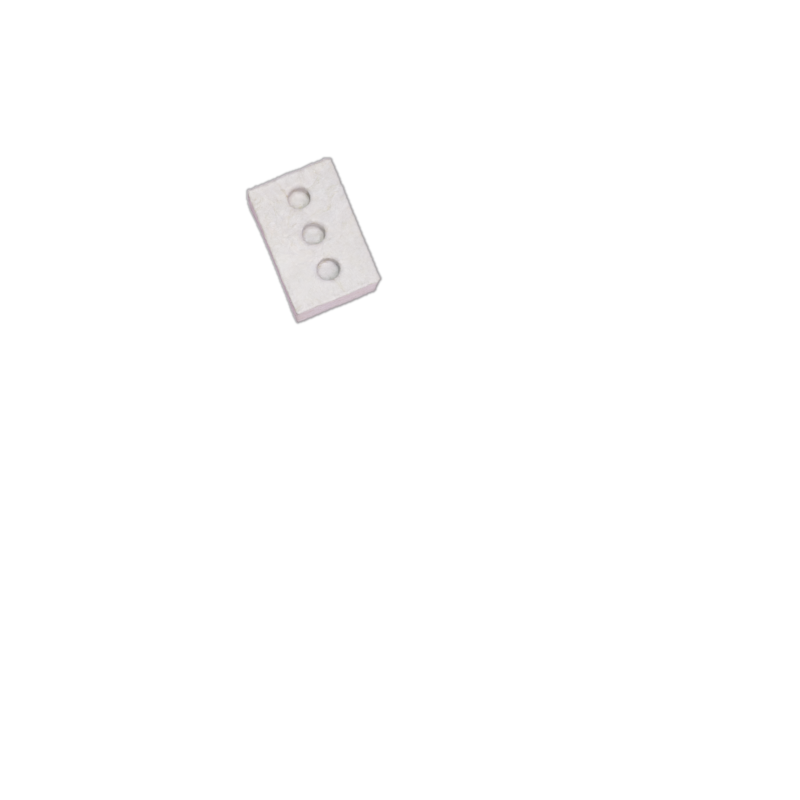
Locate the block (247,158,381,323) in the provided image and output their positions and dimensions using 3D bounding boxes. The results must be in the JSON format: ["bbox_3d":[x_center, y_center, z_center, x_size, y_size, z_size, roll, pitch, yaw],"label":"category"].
[{"bbox_3d":[-0.050,-0.091,0.638,0.053,0.080,0.050,-23,-8,-5],"label":"block"}]
